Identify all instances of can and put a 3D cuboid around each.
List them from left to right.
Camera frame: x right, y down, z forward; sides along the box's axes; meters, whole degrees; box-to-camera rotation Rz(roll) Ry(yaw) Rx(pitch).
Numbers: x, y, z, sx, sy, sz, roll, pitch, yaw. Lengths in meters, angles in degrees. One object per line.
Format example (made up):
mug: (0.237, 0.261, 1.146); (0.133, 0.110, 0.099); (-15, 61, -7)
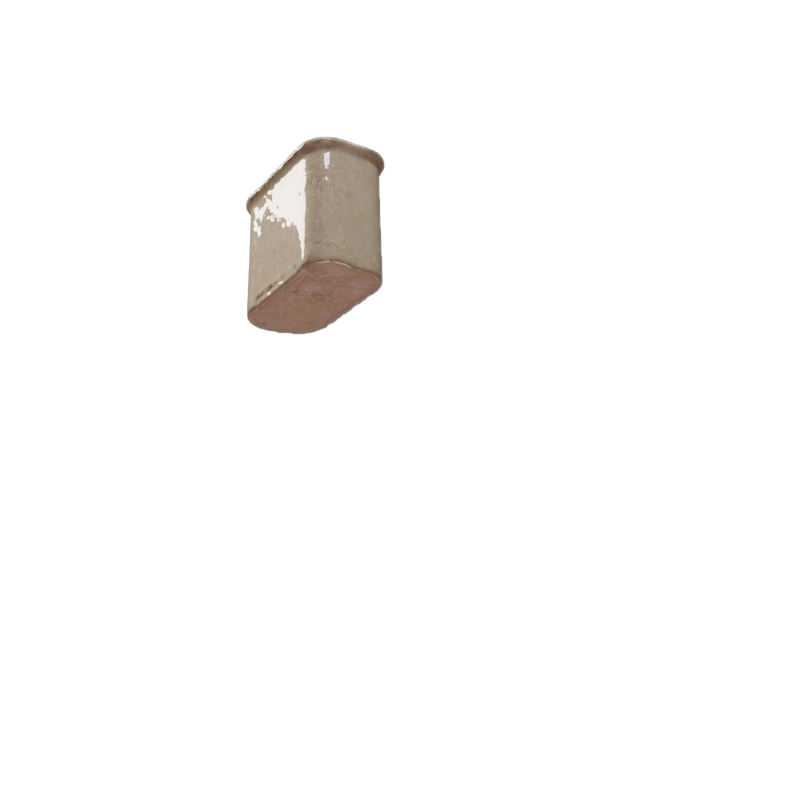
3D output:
can: (-0.053, -0.096, 0.673); (0.055, 0.089, 0.101); (16, -30, -30)
